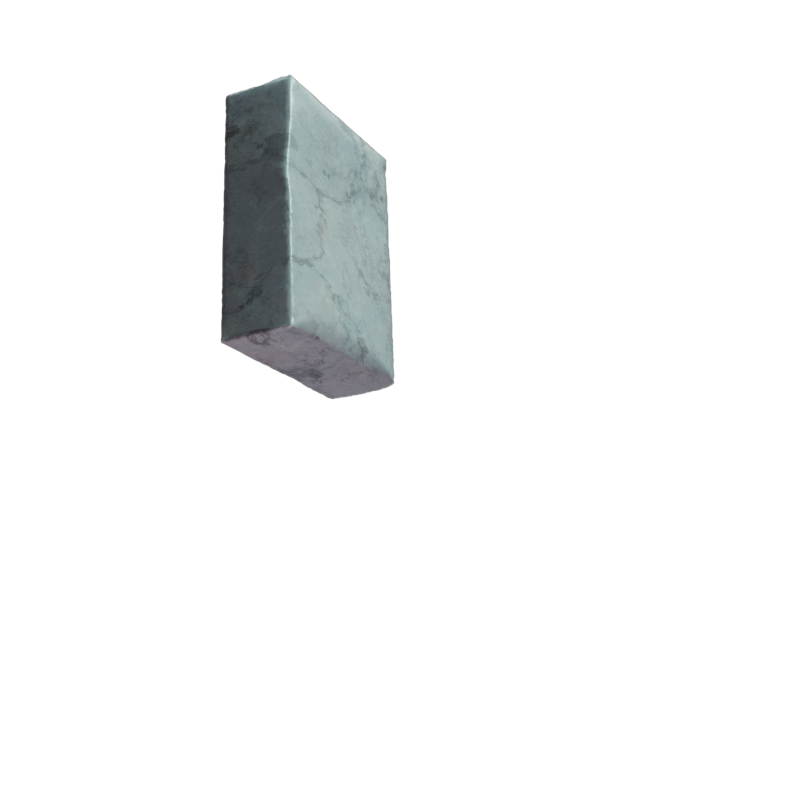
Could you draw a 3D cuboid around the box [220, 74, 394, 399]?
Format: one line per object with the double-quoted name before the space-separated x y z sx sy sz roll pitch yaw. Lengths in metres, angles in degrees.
"box" -0.069 -0.127 0.888 0.073 0.226 0.153 -14 -25 26
